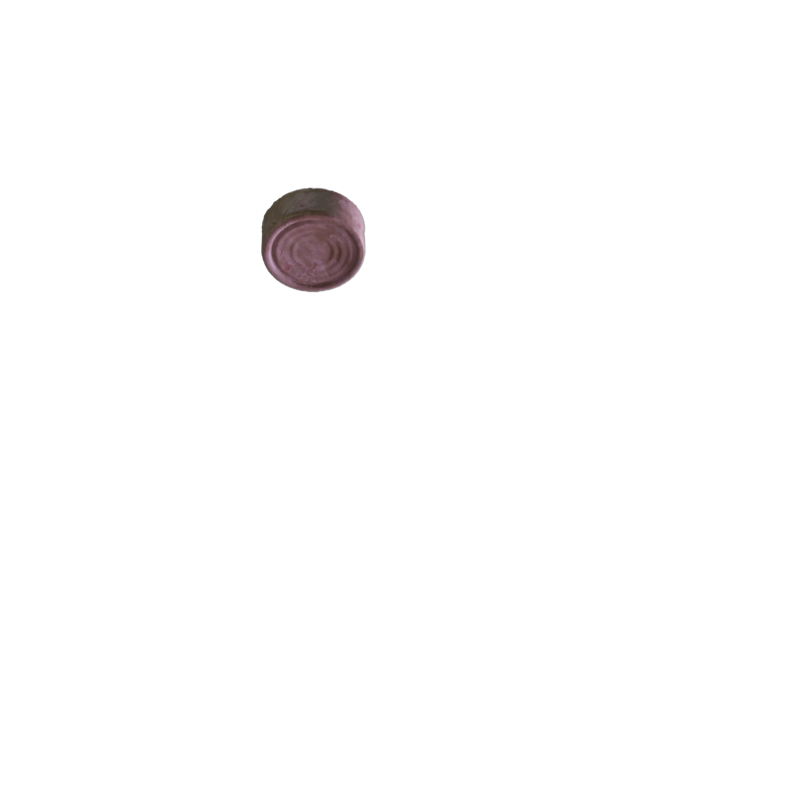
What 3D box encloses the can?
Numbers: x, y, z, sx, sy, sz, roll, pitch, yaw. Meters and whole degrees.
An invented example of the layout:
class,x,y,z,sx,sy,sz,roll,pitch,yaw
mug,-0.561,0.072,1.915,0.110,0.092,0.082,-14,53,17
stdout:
class,x,y,z,sx,sy,sz,roll,pitch,yaw
can,-0.071,-0.129,0.904,0.086,0.080,0.036,1,43,-1
